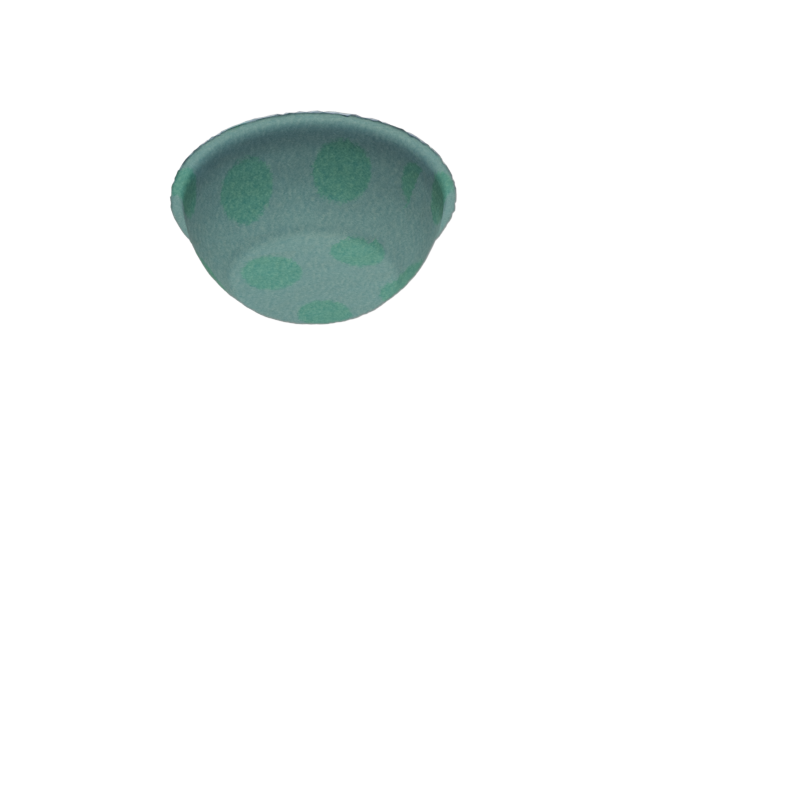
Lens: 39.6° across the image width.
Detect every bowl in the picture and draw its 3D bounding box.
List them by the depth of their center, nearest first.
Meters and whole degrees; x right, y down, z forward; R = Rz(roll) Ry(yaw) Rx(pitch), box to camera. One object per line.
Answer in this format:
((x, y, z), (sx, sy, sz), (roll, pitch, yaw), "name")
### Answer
((-0.048, -0.088, 0.615), (0.162, 0.059, 0.152), (1, -29, -2), "bowl")
